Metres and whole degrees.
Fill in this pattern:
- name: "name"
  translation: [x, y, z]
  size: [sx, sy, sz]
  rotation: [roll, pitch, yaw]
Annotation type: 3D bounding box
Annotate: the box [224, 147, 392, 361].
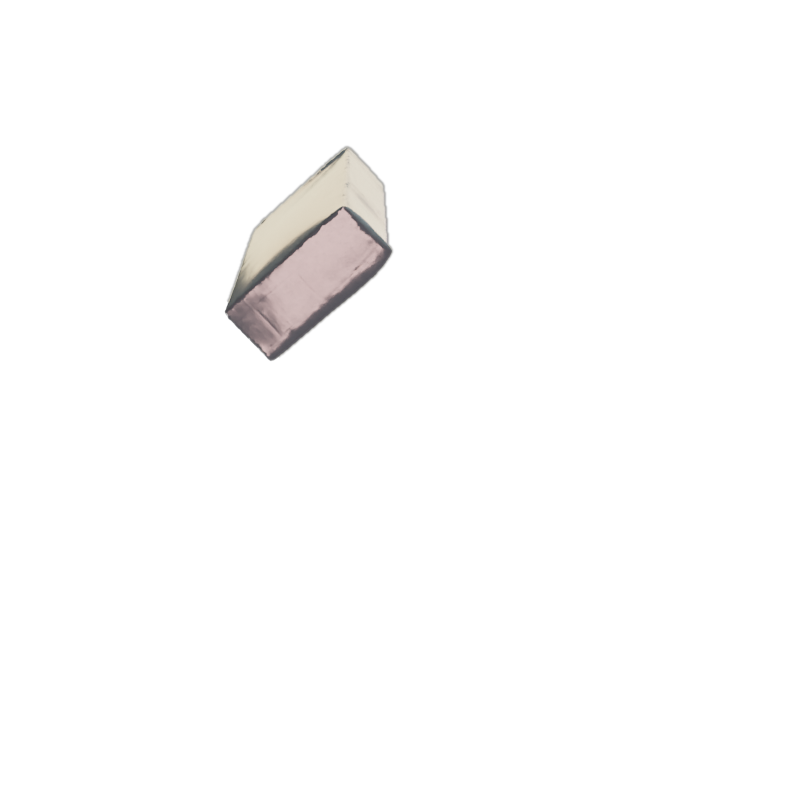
- name: "box"
  translation: [-0.054, -0.097, 0.680]
  size: [0.093, 0.046, 0.185]
  rotation: [-39, 20, 12]
